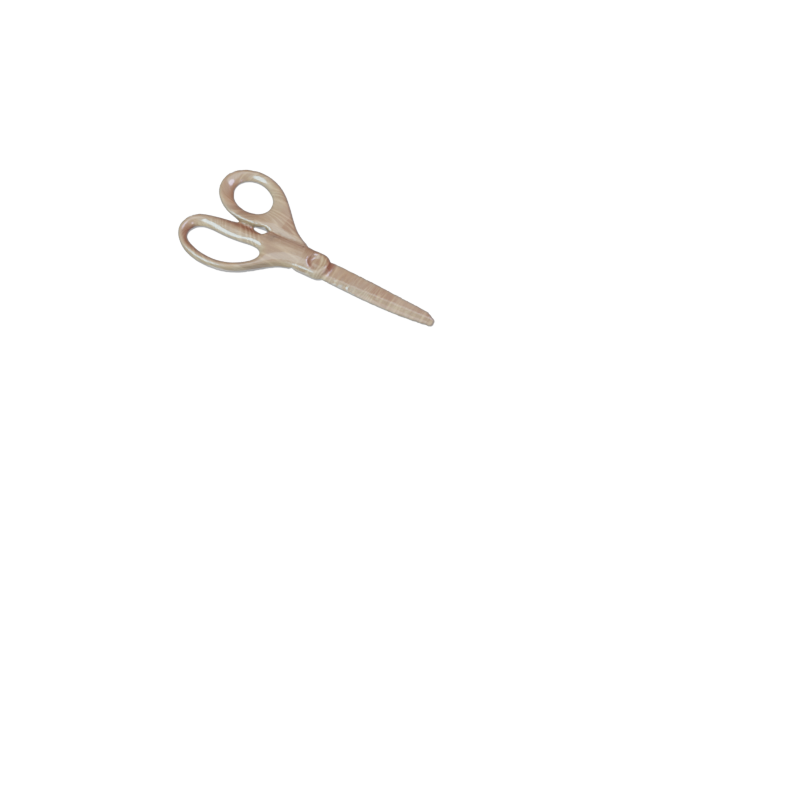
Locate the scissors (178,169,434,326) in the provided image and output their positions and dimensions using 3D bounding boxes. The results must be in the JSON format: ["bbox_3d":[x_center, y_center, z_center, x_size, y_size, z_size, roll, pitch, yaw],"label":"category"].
[{"bbox_3d":[-0.065,-0.119,0.835,0.204,0.101,0.015,12,-26,6],"label":"scissors"}]
